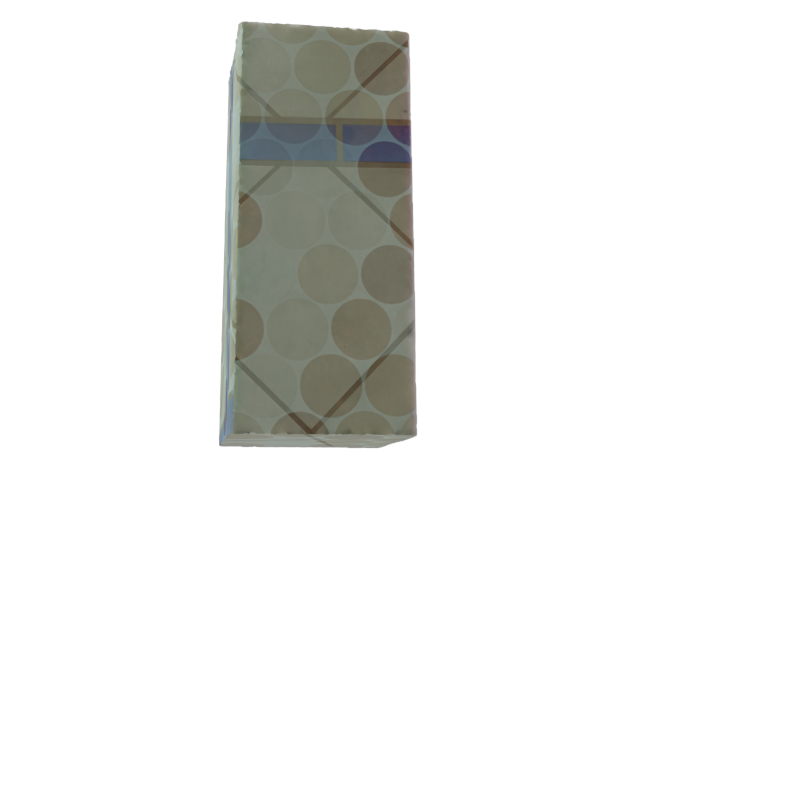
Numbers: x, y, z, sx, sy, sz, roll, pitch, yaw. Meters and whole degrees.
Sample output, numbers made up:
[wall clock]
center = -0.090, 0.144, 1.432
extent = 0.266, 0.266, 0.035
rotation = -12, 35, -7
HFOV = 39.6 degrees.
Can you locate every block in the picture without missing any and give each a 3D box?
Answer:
[block]
center = -0.045, -0.083, 0.580
extent = 0.089, 0.213, 0.088
rotation = 1, -13, -10
